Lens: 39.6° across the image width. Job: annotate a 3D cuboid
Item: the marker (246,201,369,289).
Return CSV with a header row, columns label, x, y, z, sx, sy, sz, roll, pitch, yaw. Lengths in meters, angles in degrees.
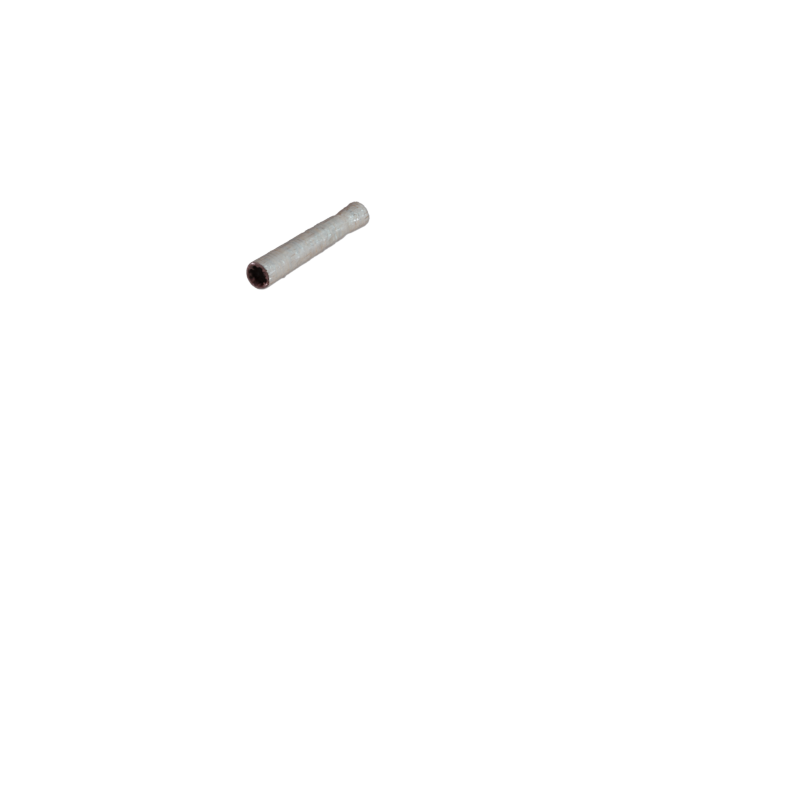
label,x,y,z,sx,sy,sz,roll,pitch,yaw
marker,-0.057,-0.103,0.724,0.020,0.019,0.122,2,28,34
